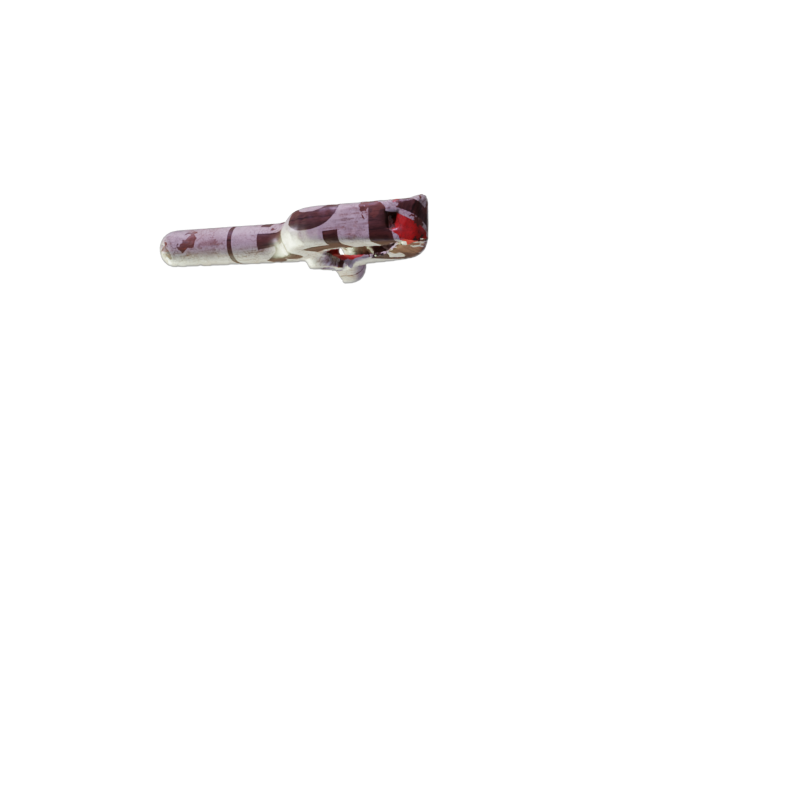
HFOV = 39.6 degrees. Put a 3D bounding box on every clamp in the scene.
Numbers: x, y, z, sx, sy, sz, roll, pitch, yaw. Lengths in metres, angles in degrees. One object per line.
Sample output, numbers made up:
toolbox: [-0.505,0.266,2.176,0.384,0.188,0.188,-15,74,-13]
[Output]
clamp: [-0.057,-0.105,0.733,0.159,0.037,0.214,1,-2,-27]
